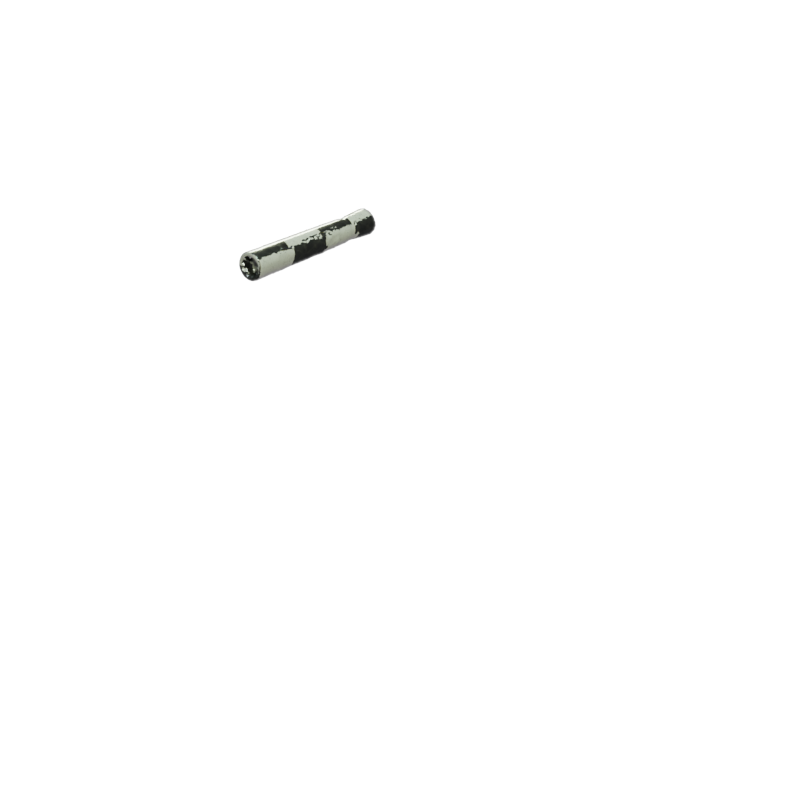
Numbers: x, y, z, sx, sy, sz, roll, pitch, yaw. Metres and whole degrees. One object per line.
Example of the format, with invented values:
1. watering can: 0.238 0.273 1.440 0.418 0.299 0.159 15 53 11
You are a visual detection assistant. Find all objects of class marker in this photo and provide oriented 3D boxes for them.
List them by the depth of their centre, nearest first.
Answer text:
1. marker: -0.057 -0.103 0.725 0.021 0.019 0.120 3 23 39
